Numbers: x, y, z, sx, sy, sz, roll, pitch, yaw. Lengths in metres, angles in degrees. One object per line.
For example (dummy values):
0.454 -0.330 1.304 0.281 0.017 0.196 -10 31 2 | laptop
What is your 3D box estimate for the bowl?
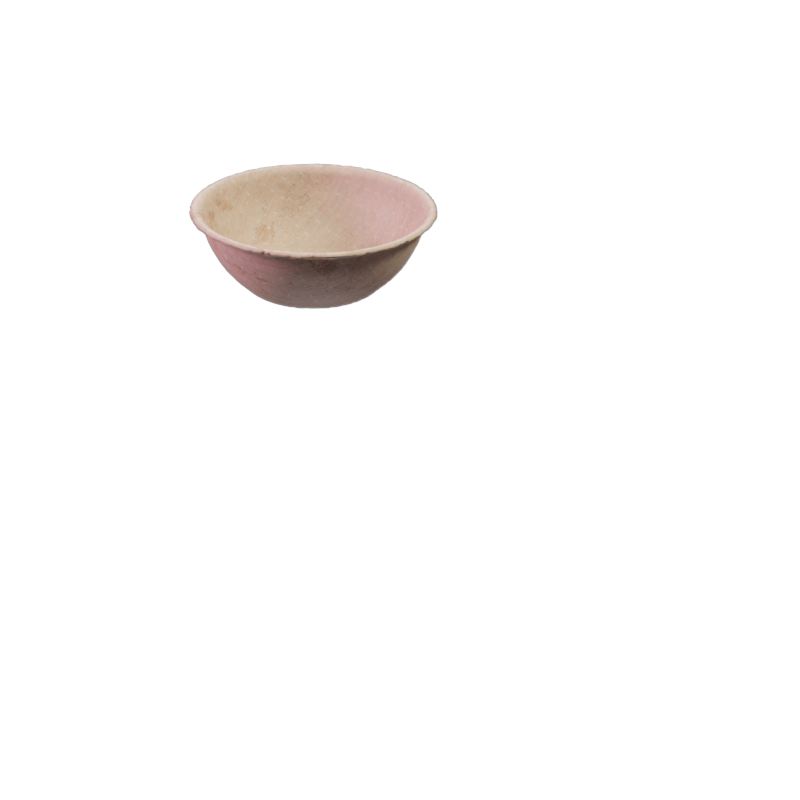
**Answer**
-0.057 -0.105 0.733 0.162 0.052 0.172 -1 29 -2 | bowl
